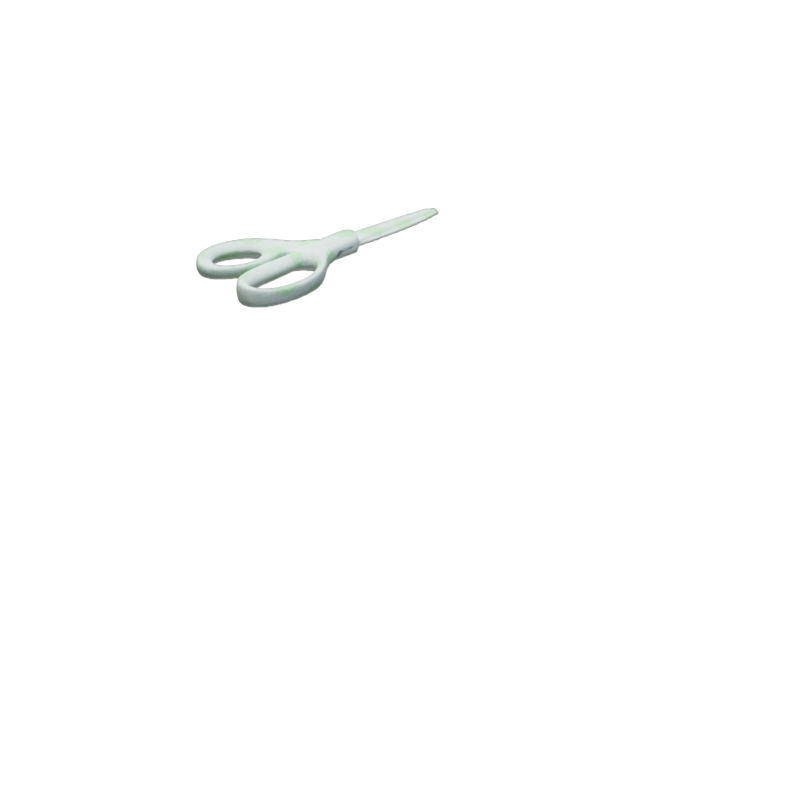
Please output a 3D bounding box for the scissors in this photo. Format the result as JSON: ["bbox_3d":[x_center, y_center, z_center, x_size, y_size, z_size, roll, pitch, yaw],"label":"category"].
[{"bbox_3d":[-0.059,-0.108,0.759,0.100,0.015,0.204,14,31,24],"label":"scissors"}]
